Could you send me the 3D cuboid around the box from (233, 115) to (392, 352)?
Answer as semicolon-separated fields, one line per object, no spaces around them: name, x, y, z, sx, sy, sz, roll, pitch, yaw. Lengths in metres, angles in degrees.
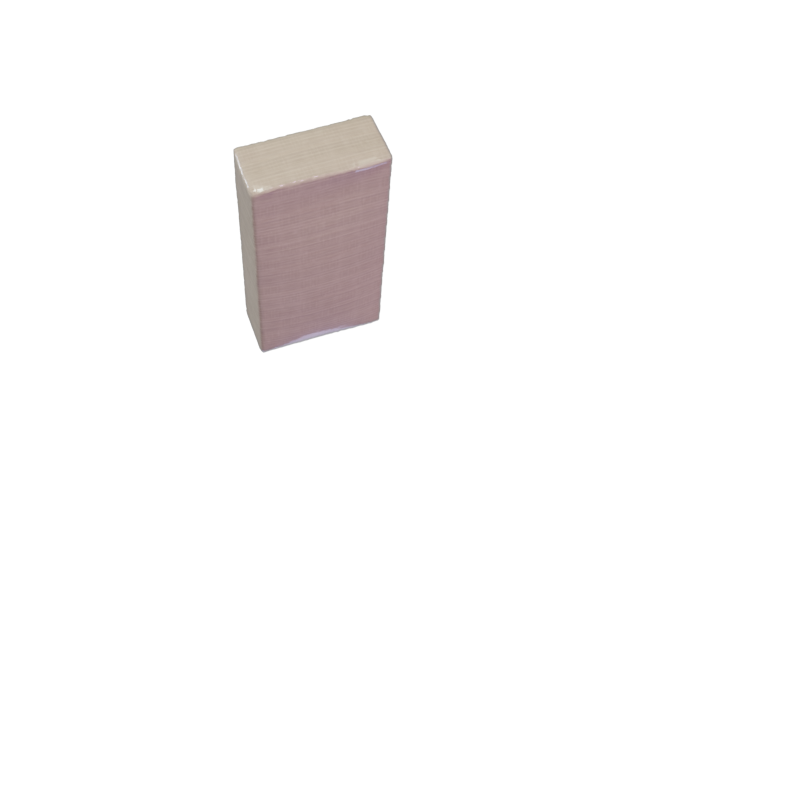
box;-0.058;-0.105;0.737;0.093;0.051;0.165;-16;-28;-13
